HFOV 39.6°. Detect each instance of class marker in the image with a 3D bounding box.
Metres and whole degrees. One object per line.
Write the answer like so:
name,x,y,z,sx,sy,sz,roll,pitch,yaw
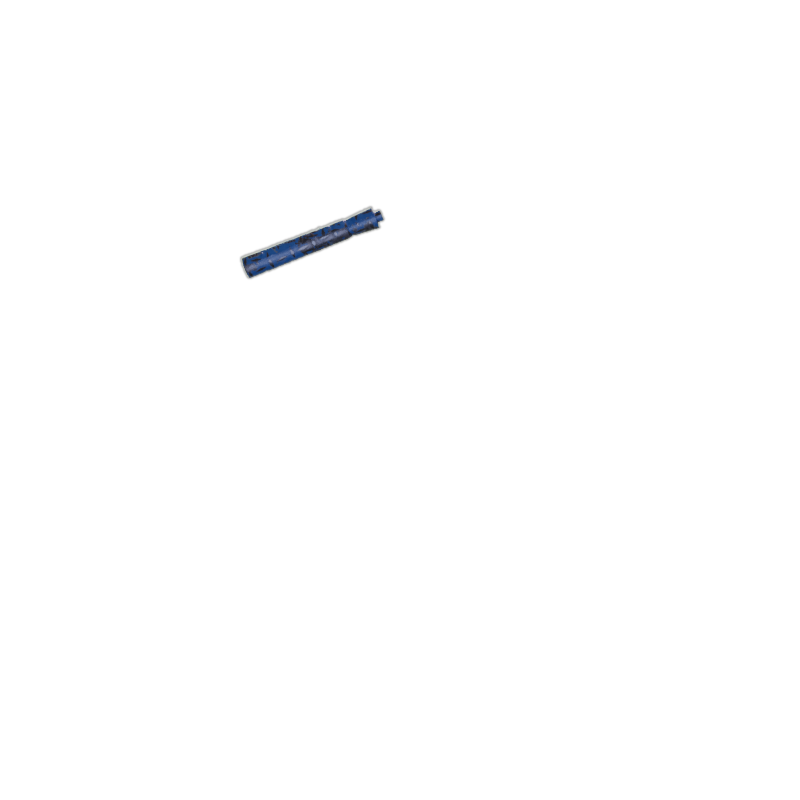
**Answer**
marker,-0.071,-0.129,0.907,0.121,0.020,0.020,-21,3,5
